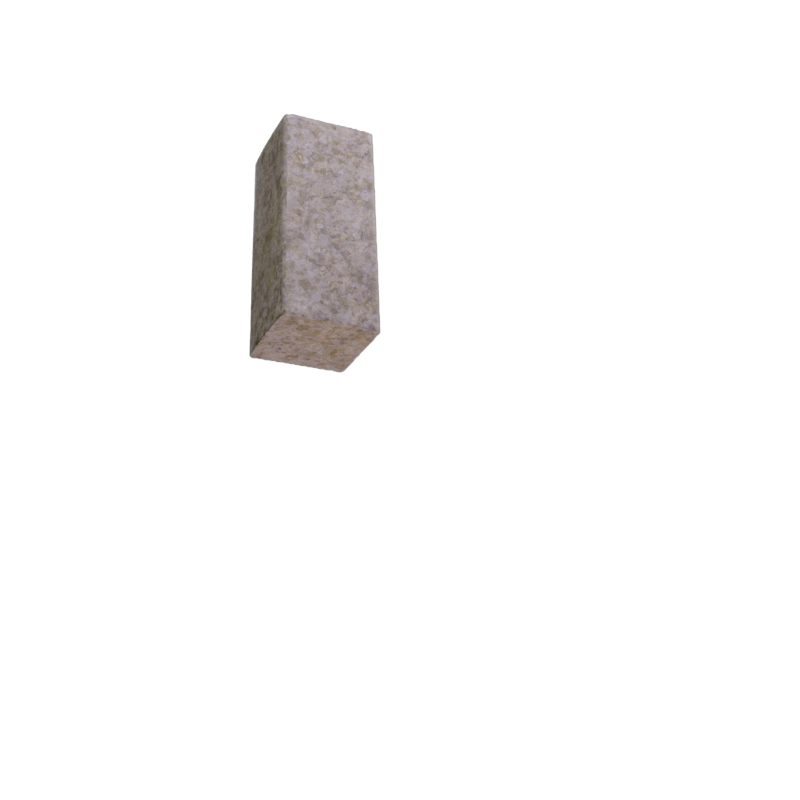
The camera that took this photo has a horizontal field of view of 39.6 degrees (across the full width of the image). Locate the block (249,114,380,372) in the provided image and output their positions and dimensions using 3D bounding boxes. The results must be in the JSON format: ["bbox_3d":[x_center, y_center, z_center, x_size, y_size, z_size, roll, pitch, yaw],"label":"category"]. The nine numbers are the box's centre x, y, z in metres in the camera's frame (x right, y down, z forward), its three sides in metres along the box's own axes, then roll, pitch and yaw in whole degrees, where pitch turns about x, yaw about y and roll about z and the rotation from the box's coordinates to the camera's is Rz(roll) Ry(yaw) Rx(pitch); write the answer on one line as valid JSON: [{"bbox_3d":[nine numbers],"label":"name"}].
[{"bbox_3d":[-0.078,-0.143,0.996,0.088,0.219,0.087,10,-32,-21],"label":"block"}]
